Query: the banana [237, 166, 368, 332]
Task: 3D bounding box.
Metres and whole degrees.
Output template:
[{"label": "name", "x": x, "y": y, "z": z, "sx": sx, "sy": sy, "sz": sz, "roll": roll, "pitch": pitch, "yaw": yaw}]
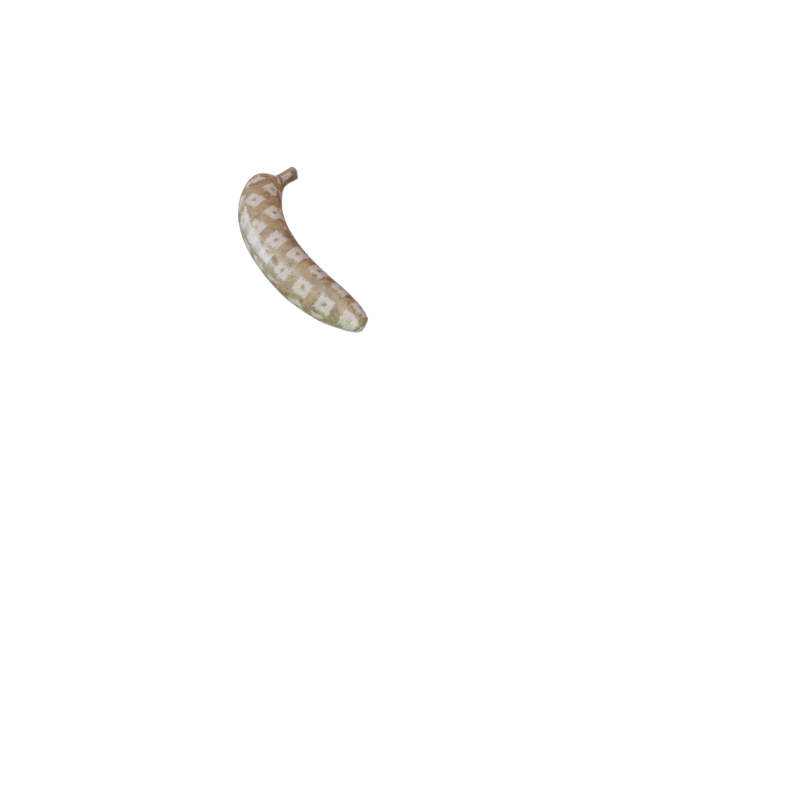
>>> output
[{"label": "banana", "x": -0.089, "y": -0.126, "z": 0.891, "sx": 0.069, "sy": 0.214, "sz": 0.034, "roll": -14, "pitch": -40, "yaw": -13}]
